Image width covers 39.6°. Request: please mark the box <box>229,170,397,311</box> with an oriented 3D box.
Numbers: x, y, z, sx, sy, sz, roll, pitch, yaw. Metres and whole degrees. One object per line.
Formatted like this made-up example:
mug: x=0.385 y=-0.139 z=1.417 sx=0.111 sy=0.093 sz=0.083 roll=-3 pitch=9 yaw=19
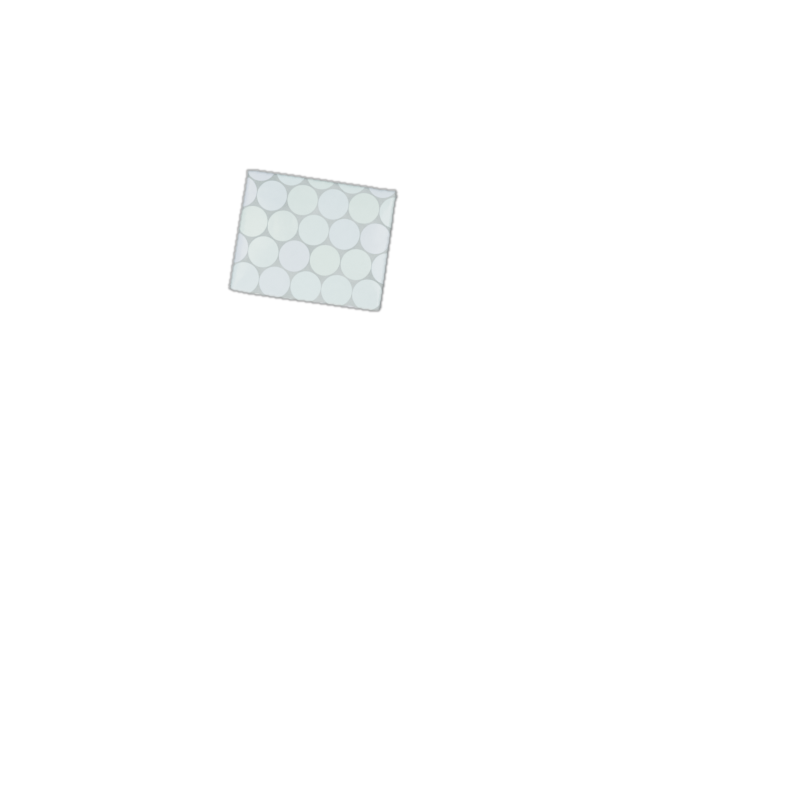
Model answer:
box: x=-0.064 y=-0.117 z=0.818 sx=0.113 sy=0.090 sz=0.039 roll=8 pitch=-3 yaw=0
